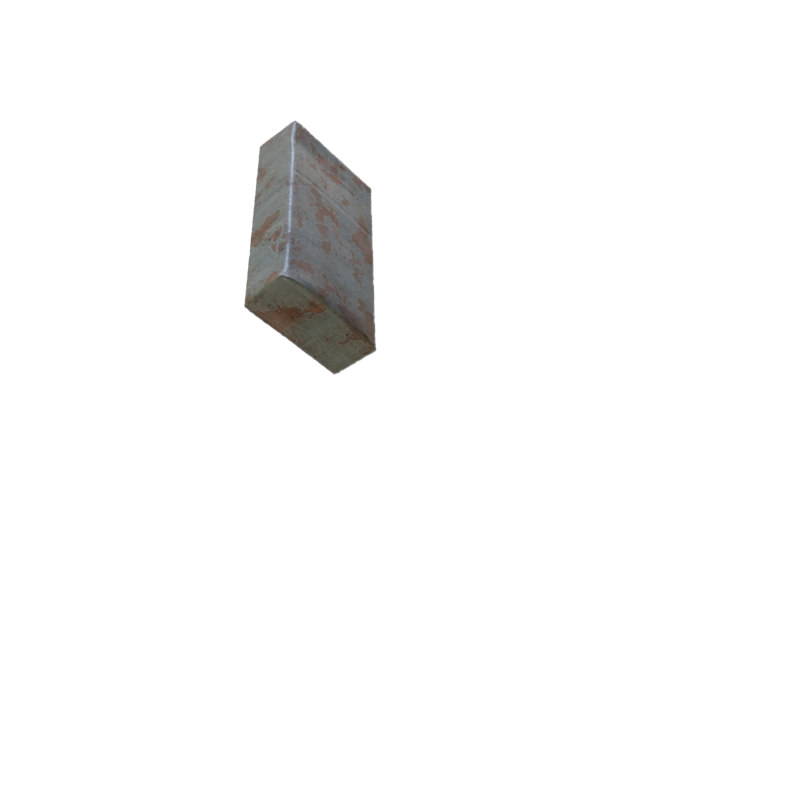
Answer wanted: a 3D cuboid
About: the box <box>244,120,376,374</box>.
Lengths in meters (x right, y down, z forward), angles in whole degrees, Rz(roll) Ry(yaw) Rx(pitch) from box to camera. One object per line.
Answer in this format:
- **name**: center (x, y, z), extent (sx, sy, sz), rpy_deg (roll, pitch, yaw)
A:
- **box**: center (-0.063, -0.114, 0.801), extent (0.048, 0.189, 0.087), rpy_deg (-34, -53, 26)
